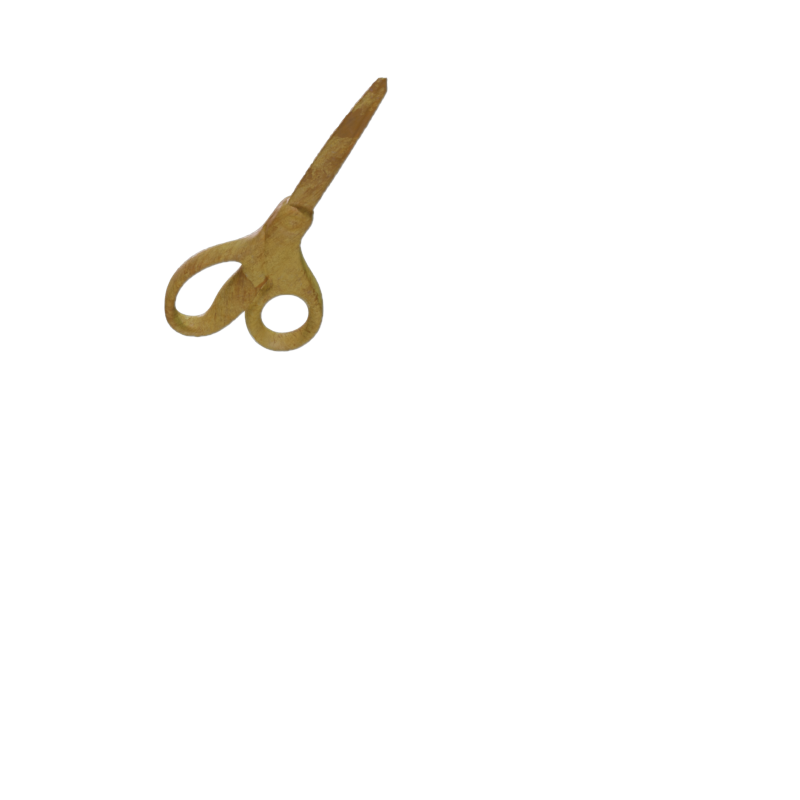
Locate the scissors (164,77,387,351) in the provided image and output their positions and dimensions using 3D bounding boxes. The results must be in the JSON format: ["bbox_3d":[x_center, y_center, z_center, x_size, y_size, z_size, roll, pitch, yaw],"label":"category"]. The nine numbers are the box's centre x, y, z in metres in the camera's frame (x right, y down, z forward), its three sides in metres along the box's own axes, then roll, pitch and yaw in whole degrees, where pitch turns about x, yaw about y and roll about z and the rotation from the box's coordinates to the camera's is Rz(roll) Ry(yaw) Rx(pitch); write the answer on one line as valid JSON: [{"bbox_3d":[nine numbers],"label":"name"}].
[{"bbox_3d":[-0.045,-0.083,0.580,0.090,0.017,0.200,32,-50,-32],"label":"scissors"}]
